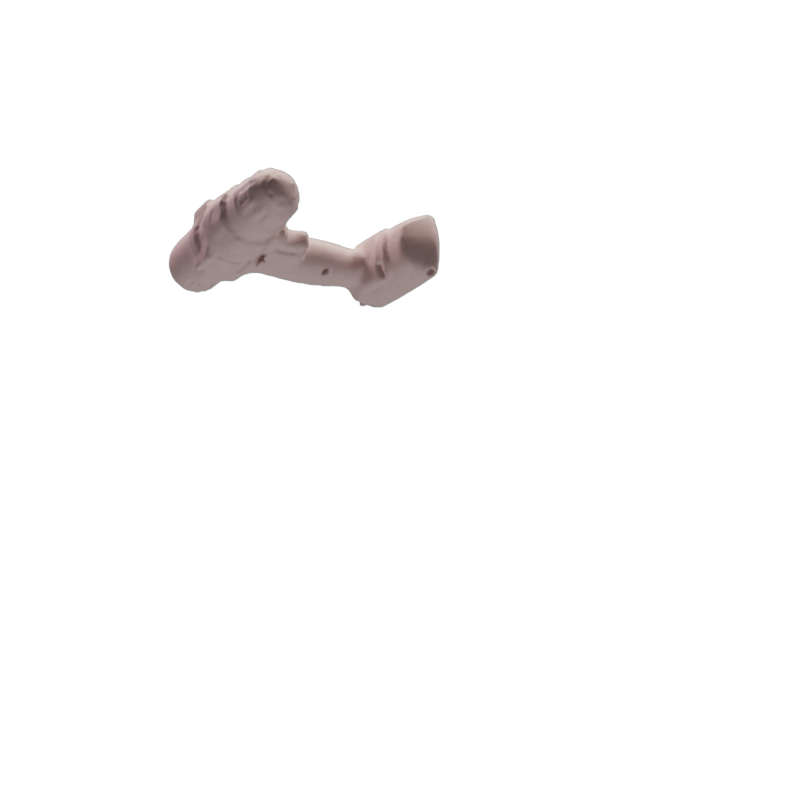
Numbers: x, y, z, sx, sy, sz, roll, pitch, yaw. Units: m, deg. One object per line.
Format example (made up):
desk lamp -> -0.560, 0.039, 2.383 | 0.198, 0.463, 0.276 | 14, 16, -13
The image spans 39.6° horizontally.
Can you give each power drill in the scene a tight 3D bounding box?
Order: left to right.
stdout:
power drill -> -0.067, -0.122, 0.855 | 0.180, 0.060, 0.185 | 7, -14, -28
